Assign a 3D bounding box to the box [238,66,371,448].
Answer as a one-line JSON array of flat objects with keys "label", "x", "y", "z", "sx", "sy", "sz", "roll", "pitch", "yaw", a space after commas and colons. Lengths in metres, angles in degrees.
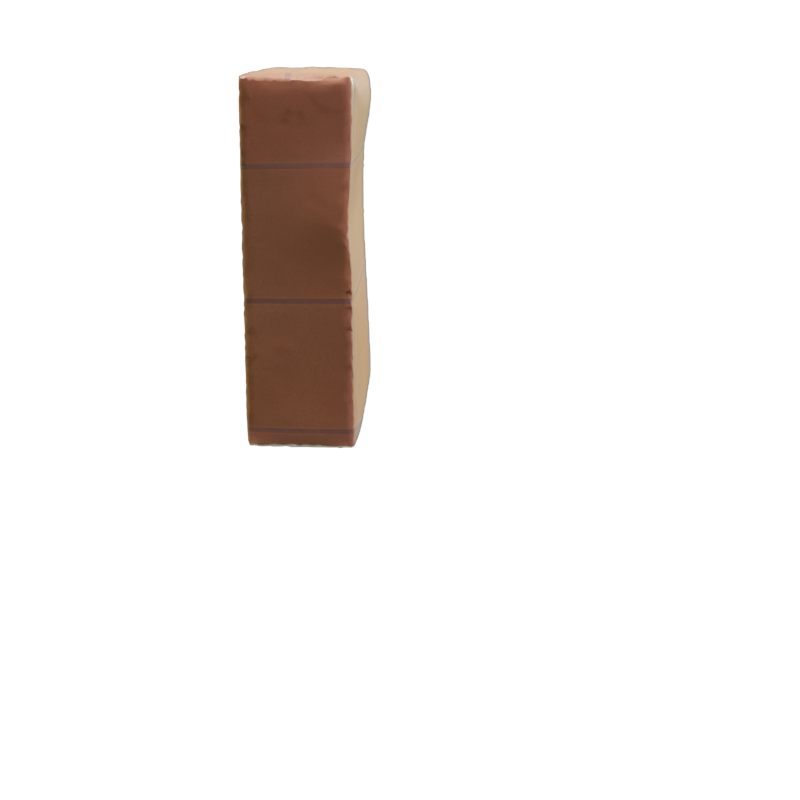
[{"label": "box", "x": -0.054, "y": -0.099, "z": 0.694, "sx": 0.072, "sy": 0.208, "sz": 0.169, "roll": 1, "pitch": 14, "yaw": 1}]
